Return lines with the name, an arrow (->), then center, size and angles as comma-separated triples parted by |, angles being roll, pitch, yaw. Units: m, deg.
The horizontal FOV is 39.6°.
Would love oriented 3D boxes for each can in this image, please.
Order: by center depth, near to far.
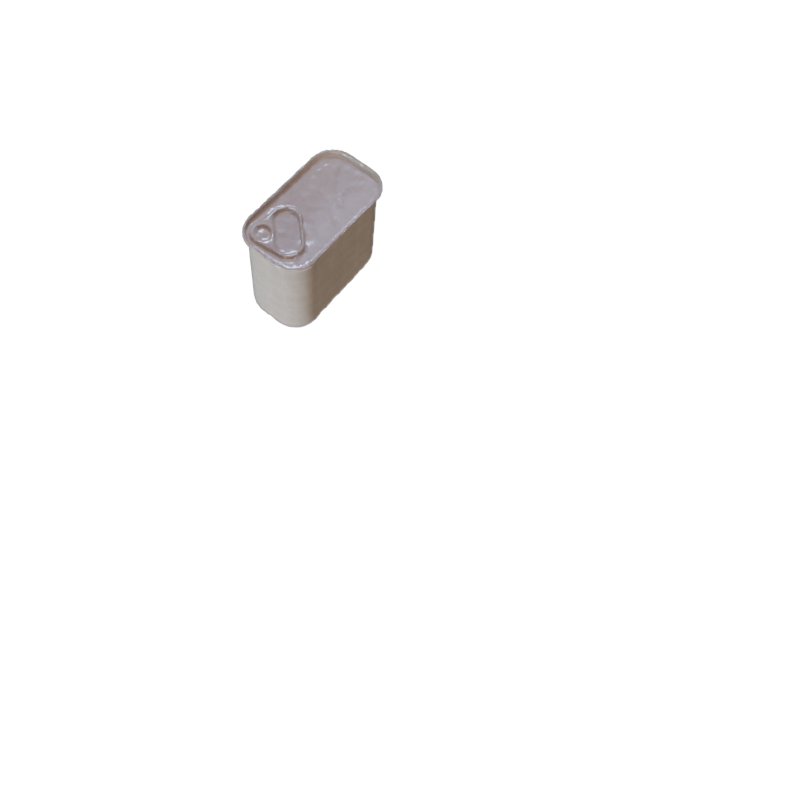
can -> -0.061, -0.110, 0.775 | 0.060, 0.104, 0.079 | 35, -25, 16
